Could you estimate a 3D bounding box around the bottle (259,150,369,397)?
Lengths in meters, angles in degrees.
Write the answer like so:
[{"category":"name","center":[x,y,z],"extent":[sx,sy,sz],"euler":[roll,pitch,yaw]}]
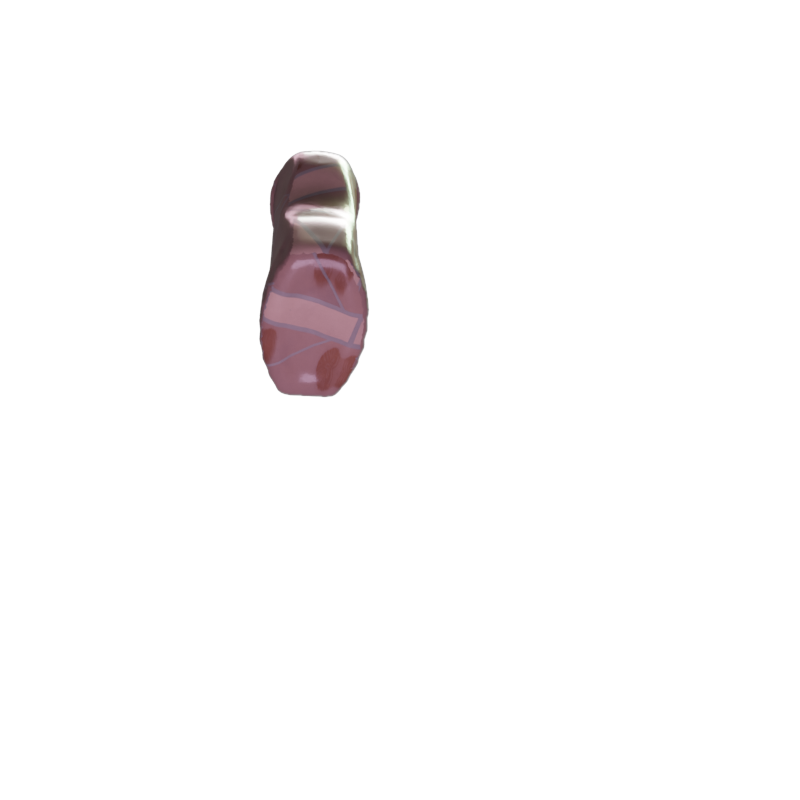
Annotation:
[{"category":"bottle","center":[-0.052,-0.095,0.664],"extent":[0.058,0.090,0.205],"euler":[2,35,-5]}]
